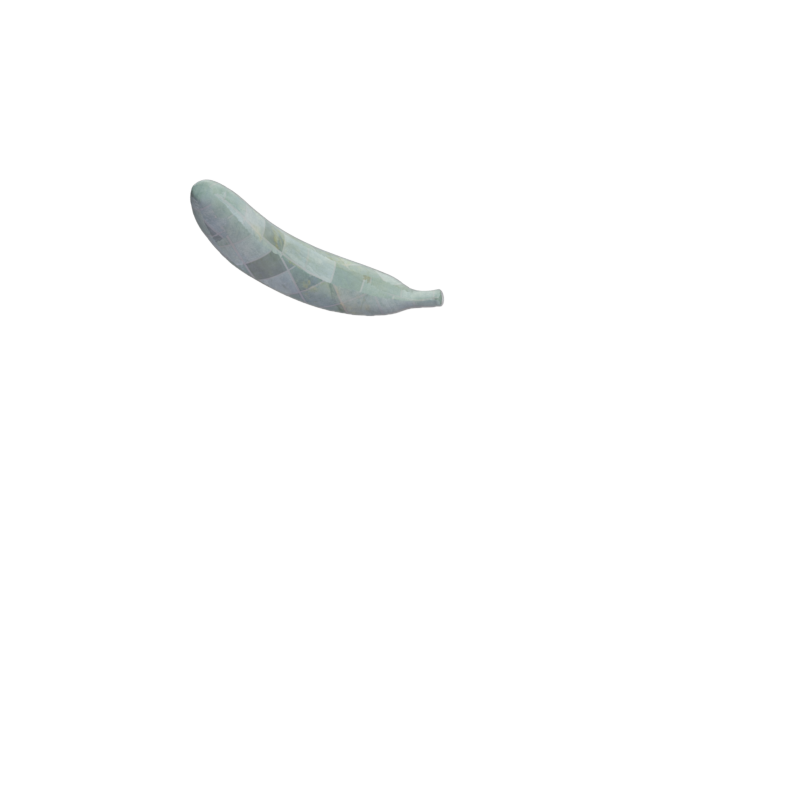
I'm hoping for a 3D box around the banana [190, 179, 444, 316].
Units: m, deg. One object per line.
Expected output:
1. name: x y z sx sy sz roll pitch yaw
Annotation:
1. banana: -0.065 -0.094 0.723 0.187 0.039 0.069 20 -34 -33
